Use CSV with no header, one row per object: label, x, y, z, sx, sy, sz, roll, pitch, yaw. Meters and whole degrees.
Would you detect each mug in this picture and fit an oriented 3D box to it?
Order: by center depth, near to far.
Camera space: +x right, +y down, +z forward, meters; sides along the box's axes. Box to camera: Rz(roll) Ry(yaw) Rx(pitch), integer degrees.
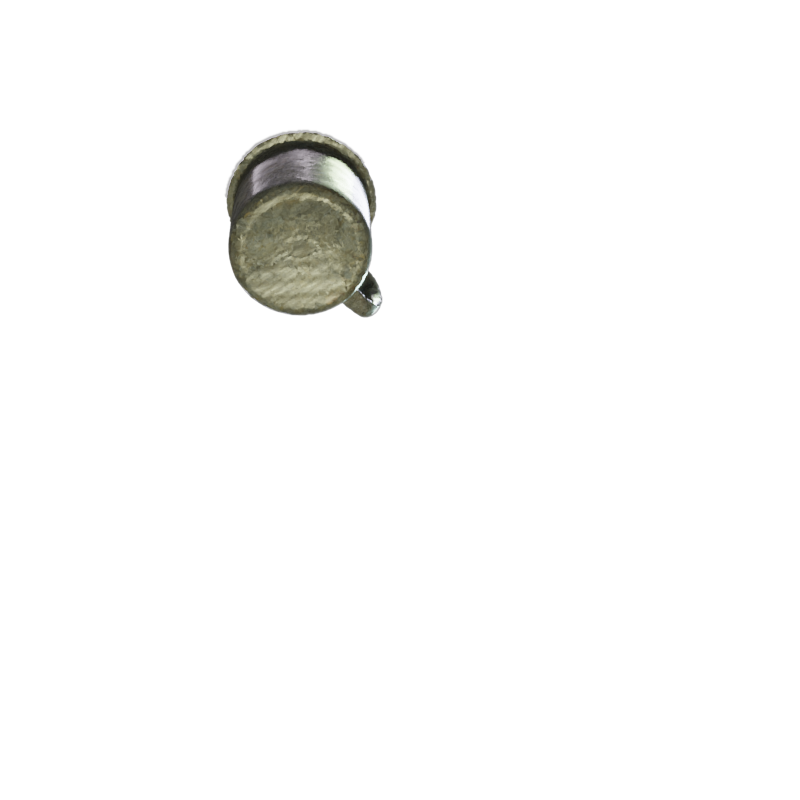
mug,-0.051,-0.094,0.658,0.093,0.111,0.086,-34,22,14
